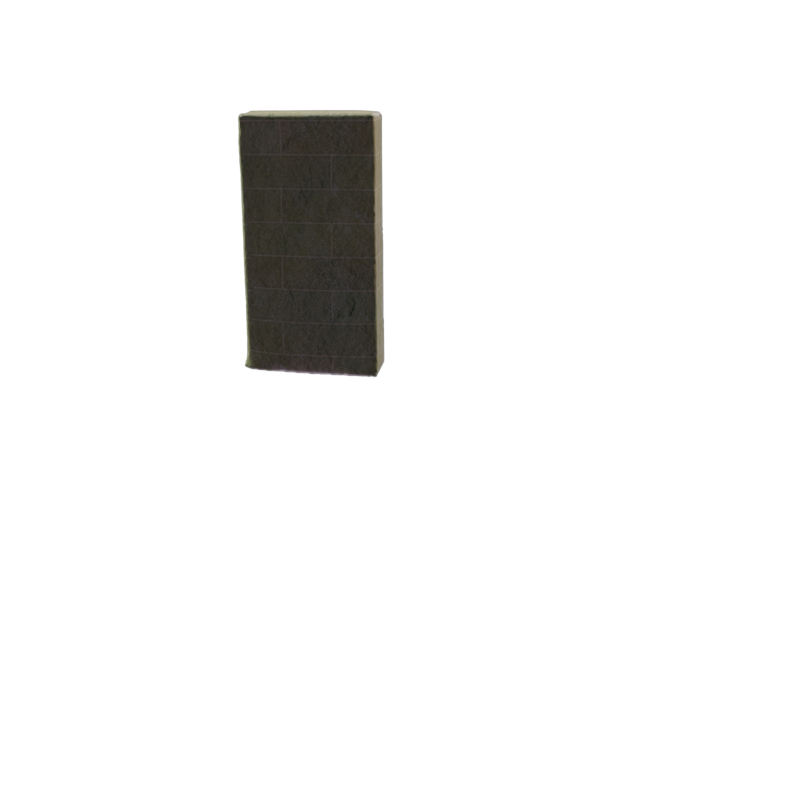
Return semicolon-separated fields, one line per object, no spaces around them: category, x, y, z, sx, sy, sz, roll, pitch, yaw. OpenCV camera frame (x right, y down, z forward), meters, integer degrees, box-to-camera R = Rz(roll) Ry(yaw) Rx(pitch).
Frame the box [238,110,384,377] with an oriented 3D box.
box;-0.058;-0.107;0.749;0.095;0.172;0.048;3;9;11
